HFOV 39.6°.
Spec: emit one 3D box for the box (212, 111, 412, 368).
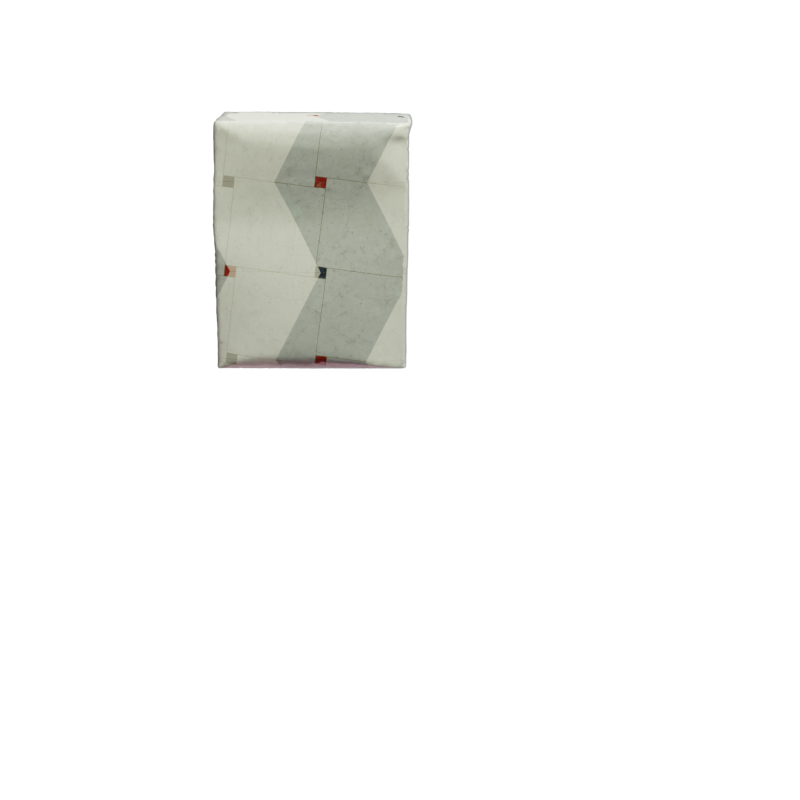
[{"bbox_3d":[-0.074,-0.135,0.942,0.165,0.207,0.074,1,14,2],"label":"box"}]
